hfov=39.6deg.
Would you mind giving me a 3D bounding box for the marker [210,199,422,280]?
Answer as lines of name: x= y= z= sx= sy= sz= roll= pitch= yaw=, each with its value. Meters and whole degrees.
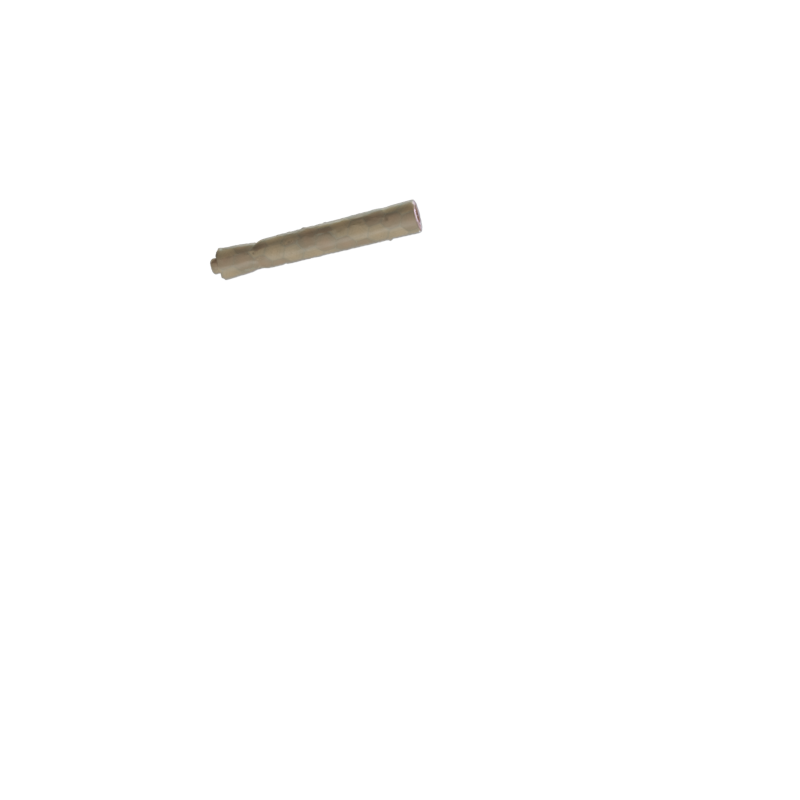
marker: x=-0.048 y=-0.088 z=0.618 sx=0.122 sy=0.020 sz=0.020 roll=-12 pitch=2 yaw=13
